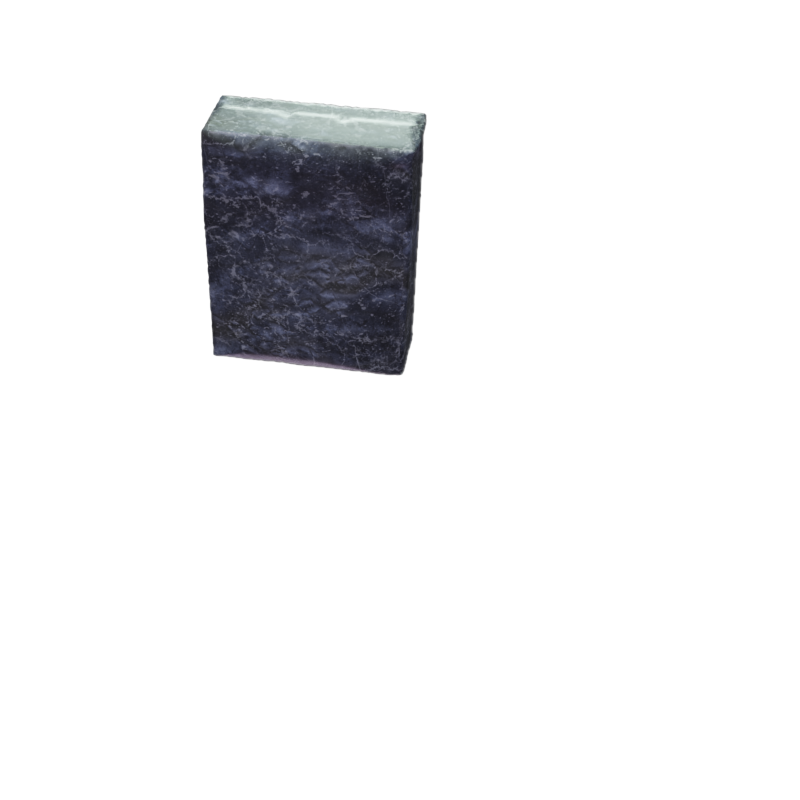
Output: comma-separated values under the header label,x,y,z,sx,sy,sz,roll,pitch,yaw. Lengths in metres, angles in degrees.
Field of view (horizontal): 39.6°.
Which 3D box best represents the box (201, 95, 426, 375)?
label,x,y,z,sx,sy,sz,roll,pitch,yaw
box,-0.069,-0.126,0.883,0.166,0.200,0.076,8,36,8
